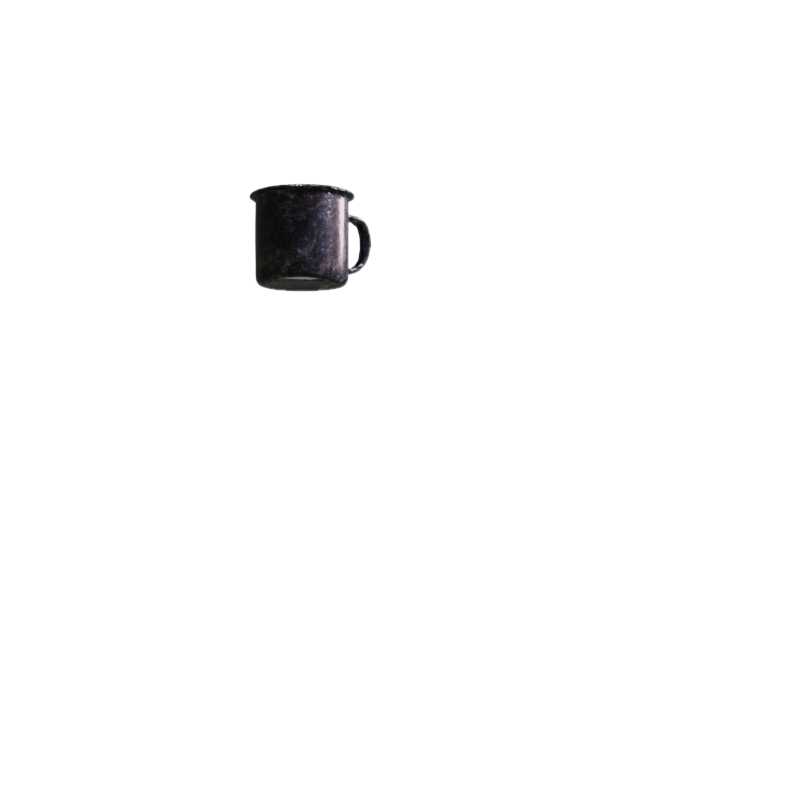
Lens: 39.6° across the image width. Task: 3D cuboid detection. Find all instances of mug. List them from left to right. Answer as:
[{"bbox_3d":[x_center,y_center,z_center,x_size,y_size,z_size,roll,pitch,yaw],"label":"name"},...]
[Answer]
[{"bbox_3d":[-0.077,-0.140,0.983,0.112,0.083,0.095,3,-7,-35],"label":"mug"}]
